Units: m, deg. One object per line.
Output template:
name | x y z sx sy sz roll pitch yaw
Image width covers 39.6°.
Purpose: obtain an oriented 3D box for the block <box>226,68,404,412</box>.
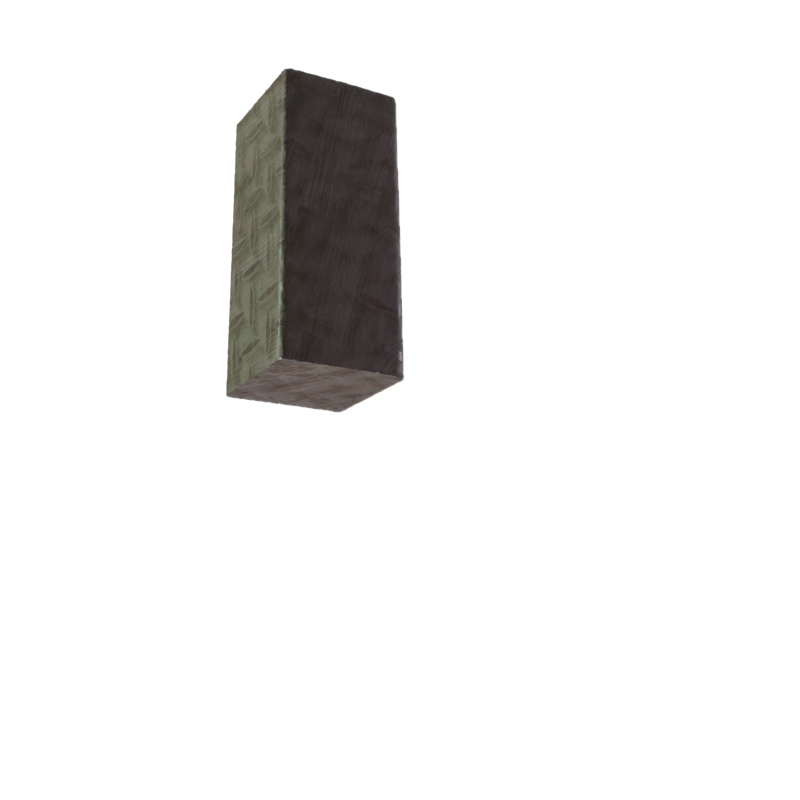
block | -0.058 -0.108 0.755 0.086 0.217 0.090 11 -25 -27
